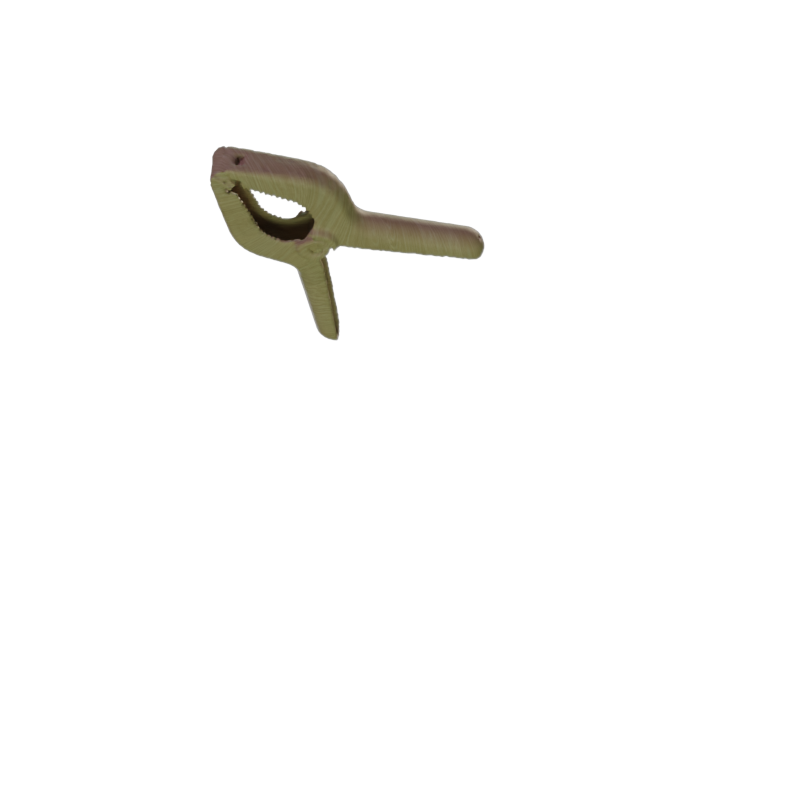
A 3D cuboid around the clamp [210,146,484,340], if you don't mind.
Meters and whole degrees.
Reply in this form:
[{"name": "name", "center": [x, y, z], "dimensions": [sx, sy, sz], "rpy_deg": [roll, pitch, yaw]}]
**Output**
[{"name": "clamp", "center": [-0.065, -0.119, 0.833], "dimensions": [0.198, 0.039, 0.162], "rpy_deg": [26, -45, -30]}]
